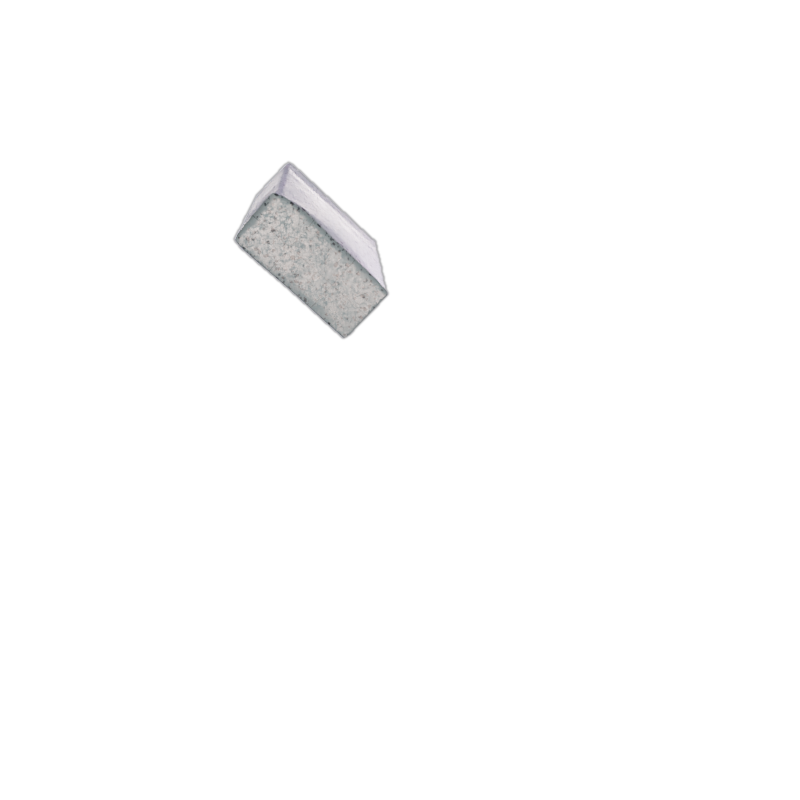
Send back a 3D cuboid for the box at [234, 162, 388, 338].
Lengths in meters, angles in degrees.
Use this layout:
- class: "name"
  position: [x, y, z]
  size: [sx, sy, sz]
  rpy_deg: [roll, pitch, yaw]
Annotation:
- class: "box"
  position: [-0.058, -0.105, 0.740]
  size: [0.091, 0.048, 0.181]
  rpy_deg: [42, 8, -12]
